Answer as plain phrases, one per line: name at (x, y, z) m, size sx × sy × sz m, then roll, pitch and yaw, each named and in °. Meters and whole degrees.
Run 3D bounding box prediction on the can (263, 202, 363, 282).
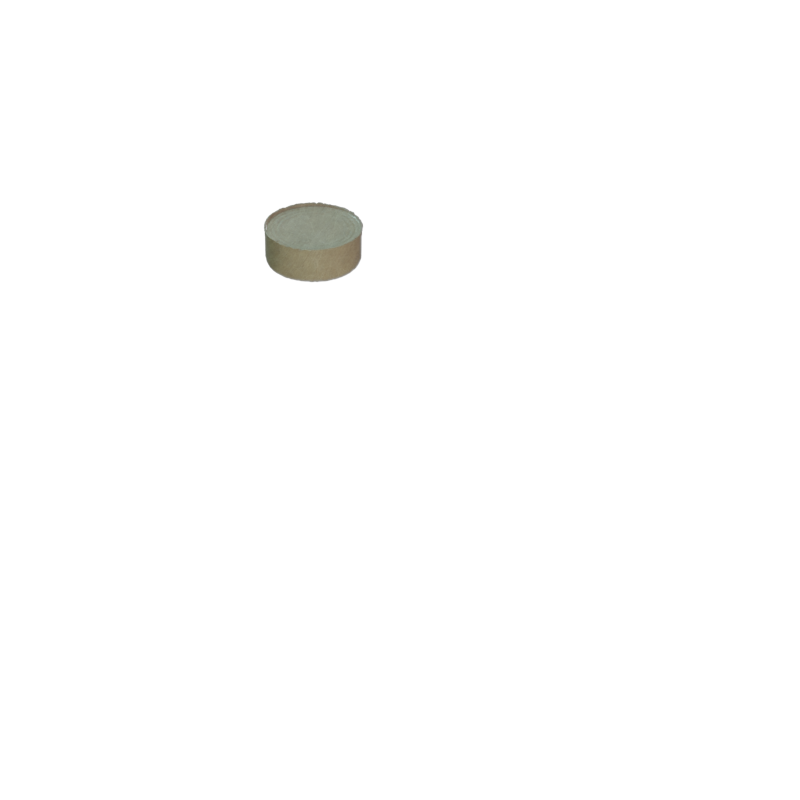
can at (-0.076, -0.138, 0.966) m, size 0.086 × 0.031 × 0.092 m, roll -1°, pitch 35°, yaw -2°
